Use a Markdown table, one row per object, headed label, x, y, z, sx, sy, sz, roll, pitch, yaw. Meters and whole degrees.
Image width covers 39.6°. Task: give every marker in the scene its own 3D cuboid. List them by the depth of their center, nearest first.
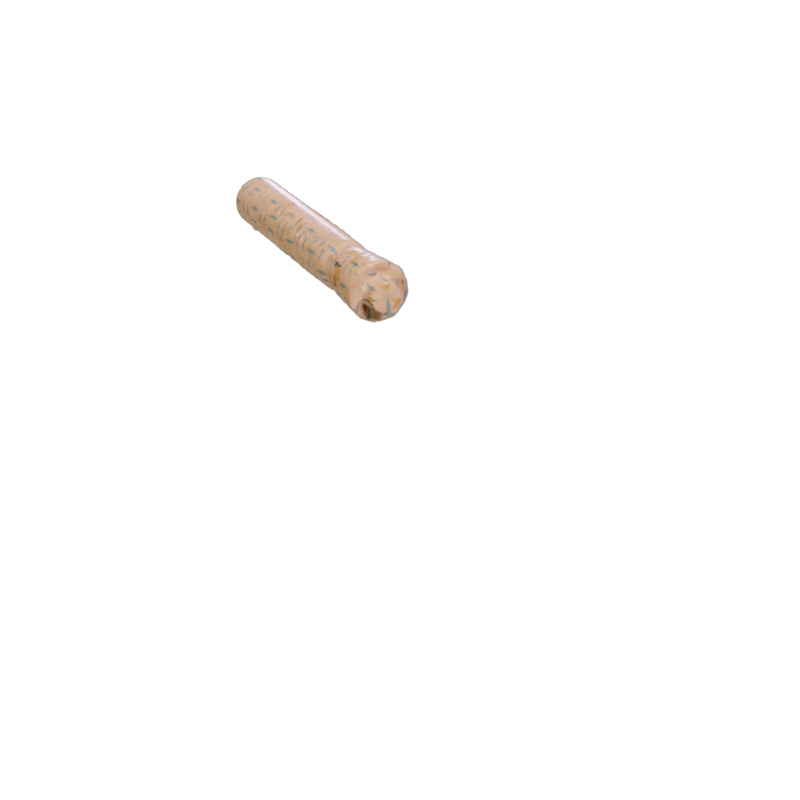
| label | x | y | z | sx | sy | sz | roll | pitch | yaw |
| --- | --- | --- | --- | --- | --- | --- | --- | --- | --- |
| marker | -0.029 | -0.053 | 0.369 | 0.019 | 0.019 | 0.129 | -2 | 22 | -24 |
